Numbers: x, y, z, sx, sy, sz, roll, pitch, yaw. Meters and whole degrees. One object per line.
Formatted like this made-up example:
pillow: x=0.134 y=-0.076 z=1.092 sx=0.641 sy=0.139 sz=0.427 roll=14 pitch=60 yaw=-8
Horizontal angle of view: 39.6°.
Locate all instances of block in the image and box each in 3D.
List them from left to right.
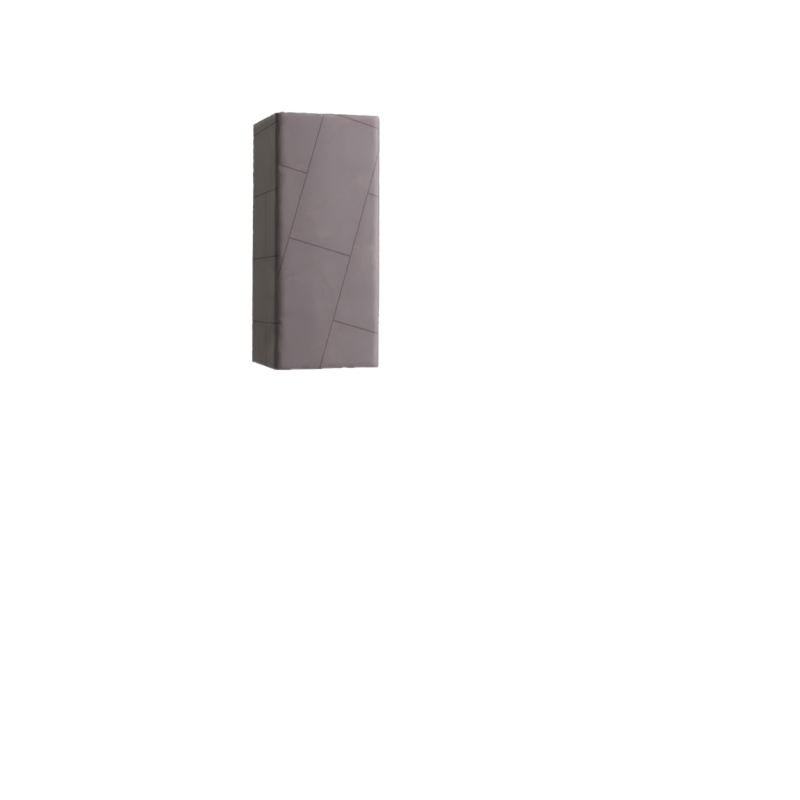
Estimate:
block: x=-0.072 y=-0.133 z=0.932 sx=0.088 sy=0.207 sz=0.093 roll=0 pitch=0 yaw=-19
